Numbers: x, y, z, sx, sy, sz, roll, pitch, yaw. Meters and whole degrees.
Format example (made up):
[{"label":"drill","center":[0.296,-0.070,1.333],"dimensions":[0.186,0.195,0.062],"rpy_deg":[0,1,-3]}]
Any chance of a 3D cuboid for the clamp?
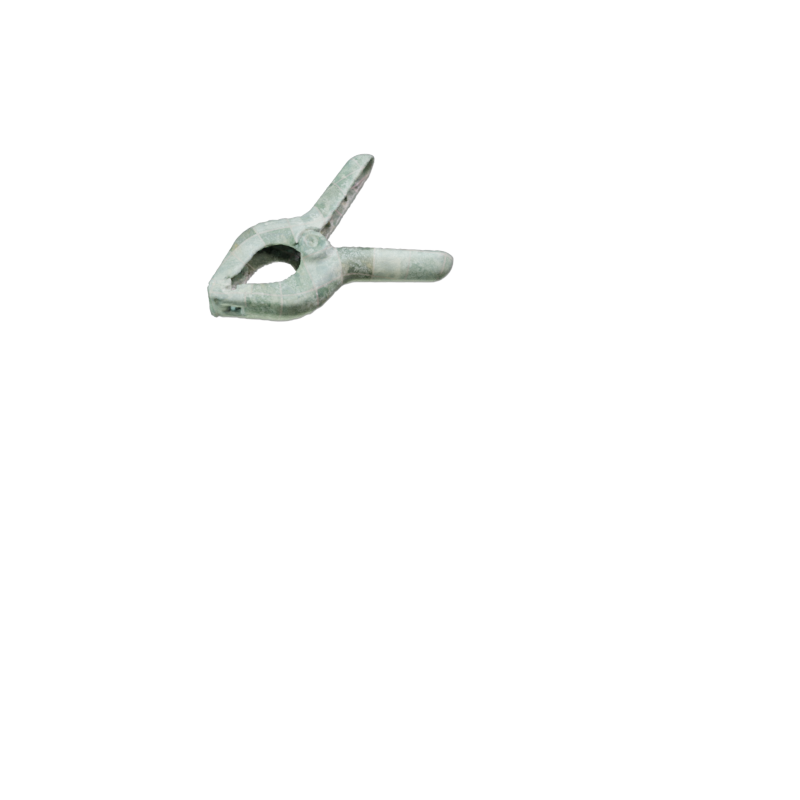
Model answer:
[{"label":"clamp","center":[-0.062,-0.113,0.788],"dimensions":[0.170,0.130,0.036],"rpy_deg":[-18,-37,-14]}]
